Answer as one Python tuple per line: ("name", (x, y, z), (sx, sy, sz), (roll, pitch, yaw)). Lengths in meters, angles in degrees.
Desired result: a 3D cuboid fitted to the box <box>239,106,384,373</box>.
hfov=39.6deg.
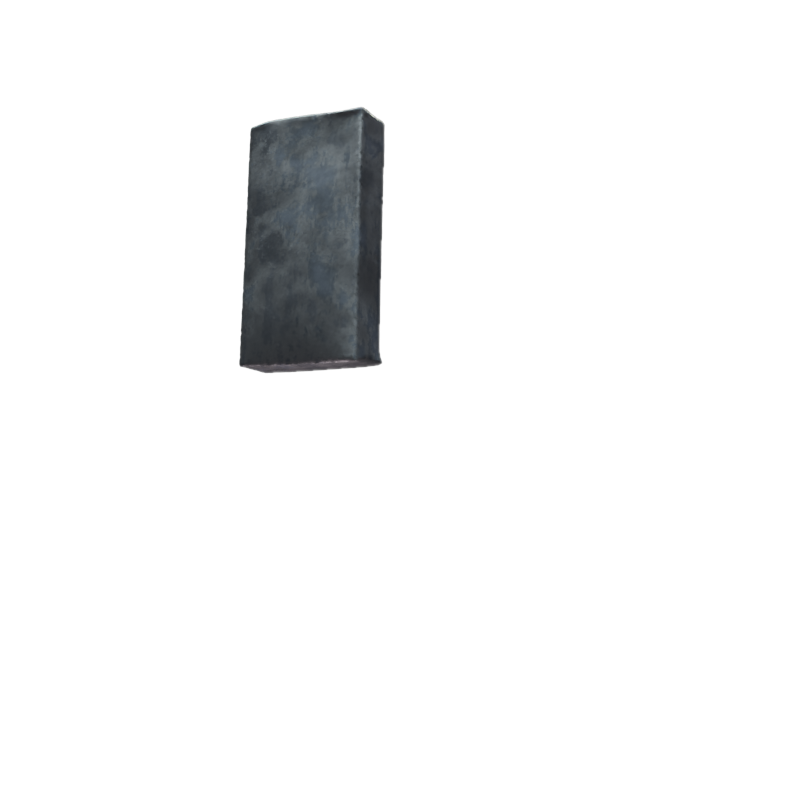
("box", (-0.061, -0.110, 0.769), (0.096, 0.181, 0.045), (-6, -12, 26))
